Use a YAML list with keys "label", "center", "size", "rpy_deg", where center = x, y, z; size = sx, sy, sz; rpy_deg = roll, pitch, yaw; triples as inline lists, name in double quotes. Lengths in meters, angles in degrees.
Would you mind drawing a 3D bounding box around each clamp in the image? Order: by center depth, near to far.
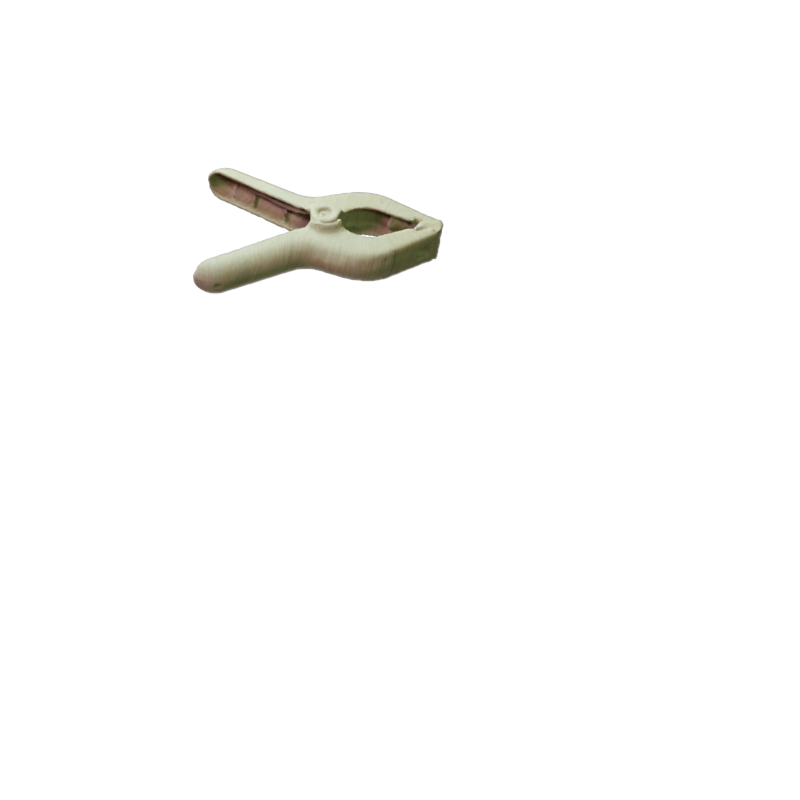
- label: "clamp"
  center: [-0.059, -0.108, 0.753]
  size: [0.173, 0.128, 0.036]
  rpy_deg: [7, -41, 6]
